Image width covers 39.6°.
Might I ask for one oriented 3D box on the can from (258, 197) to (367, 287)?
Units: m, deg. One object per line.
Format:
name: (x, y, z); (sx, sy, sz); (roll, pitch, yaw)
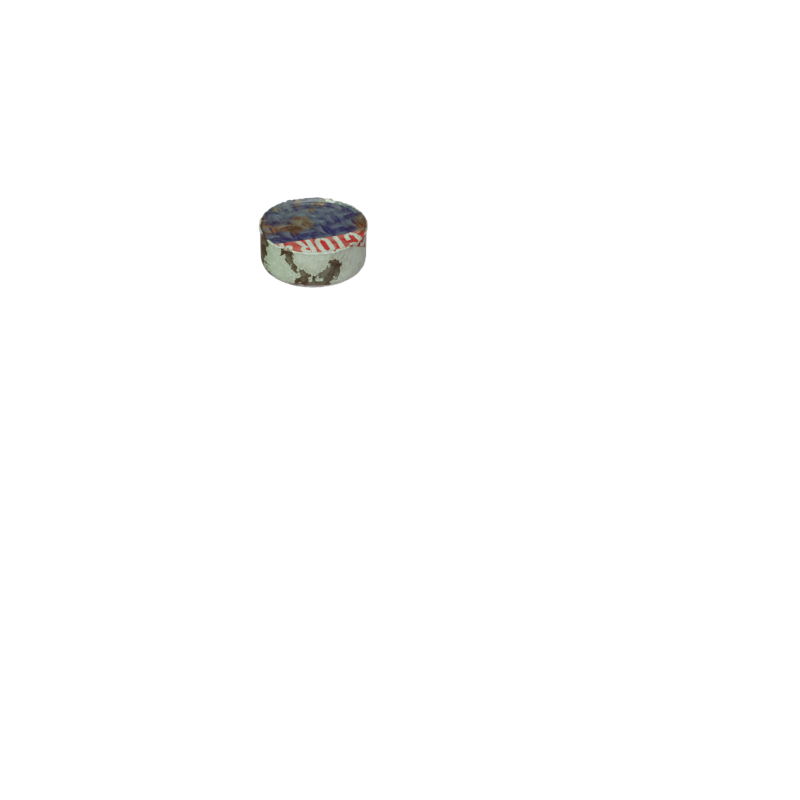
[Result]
can: (-0.069, -0.125, 0.879); (0.086, 0.031, 0.092); (-1, 37, -2)
